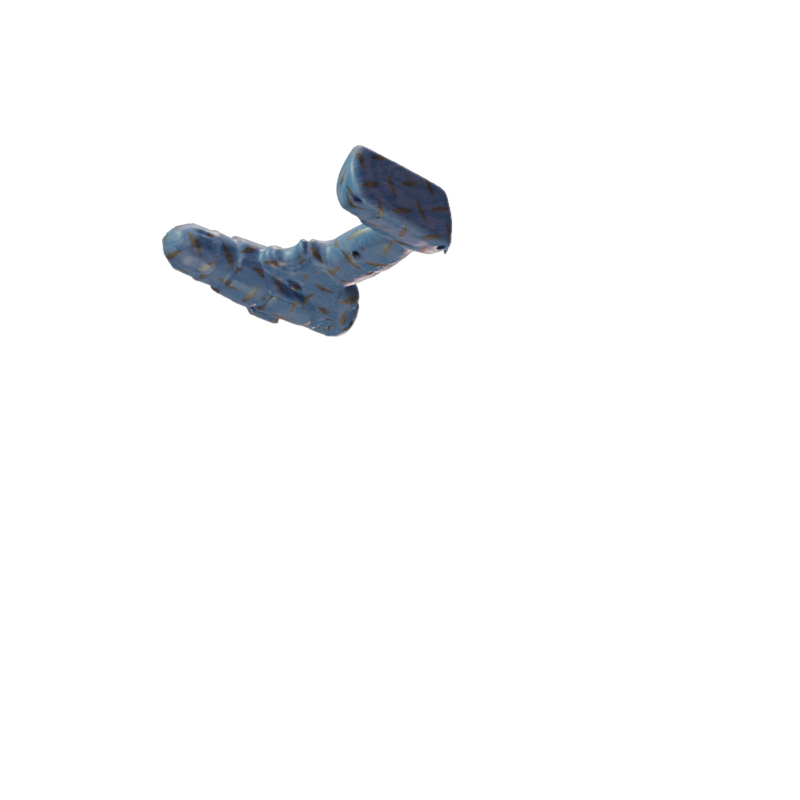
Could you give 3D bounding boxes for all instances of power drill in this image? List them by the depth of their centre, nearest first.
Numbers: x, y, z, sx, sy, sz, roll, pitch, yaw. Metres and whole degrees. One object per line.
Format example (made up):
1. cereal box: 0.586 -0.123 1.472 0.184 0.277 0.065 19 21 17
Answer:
1. power drill: -0.068 -0.124 0.866 0.174 0.061 0.187 21 -34 -35
